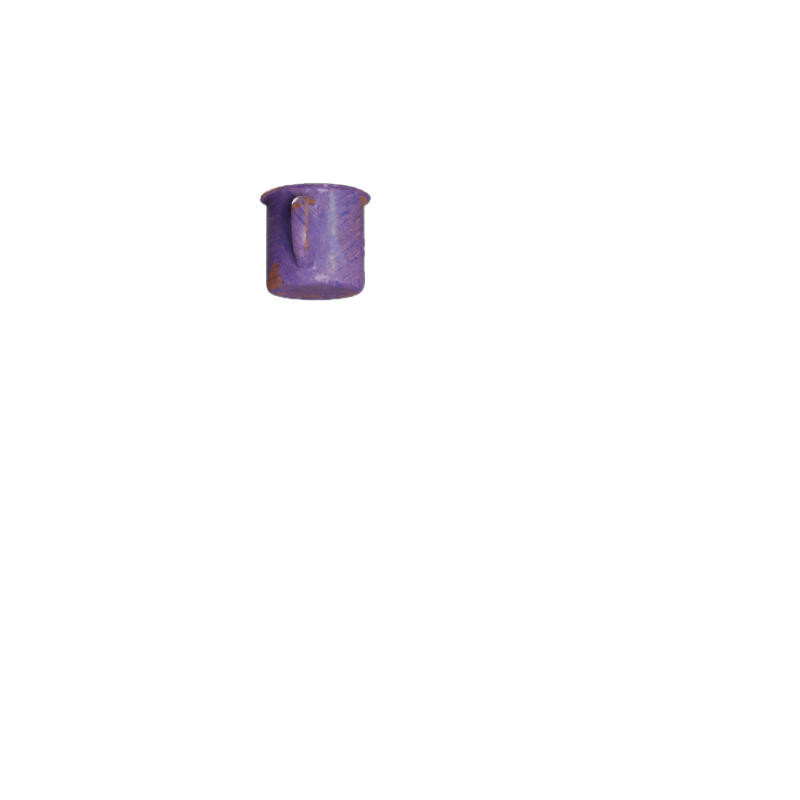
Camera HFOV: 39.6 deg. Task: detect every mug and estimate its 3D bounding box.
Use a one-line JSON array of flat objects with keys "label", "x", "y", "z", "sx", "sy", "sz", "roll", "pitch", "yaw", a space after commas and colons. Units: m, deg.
[{"label": "mug", "x": -0.071, "y": -0.129, "z": 0.907, "sx": 0.094, "sy": 0.084, "sz": 0.113, "roll": -1, "pitch": -8, "yaw": 5}]
